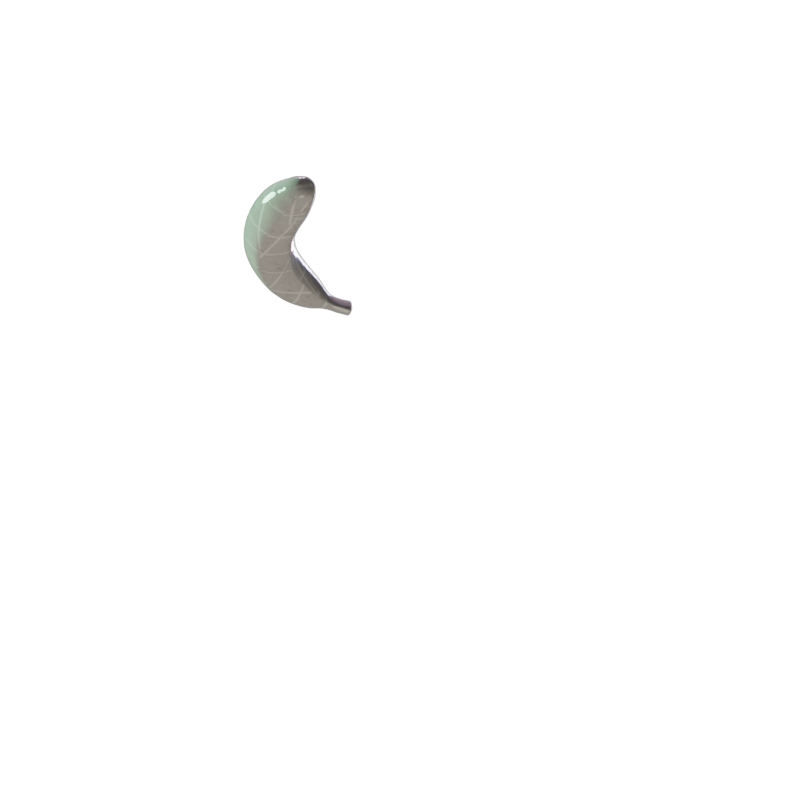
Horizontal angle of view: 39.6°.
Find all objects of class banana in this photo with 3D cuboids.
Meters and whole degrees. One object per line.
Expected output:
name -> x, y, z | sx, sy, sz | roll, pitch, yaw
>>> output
banana -> -0.082, -0.114, 0.819 | 0.070, 0.039, 0.186 | -3, -20, 6
